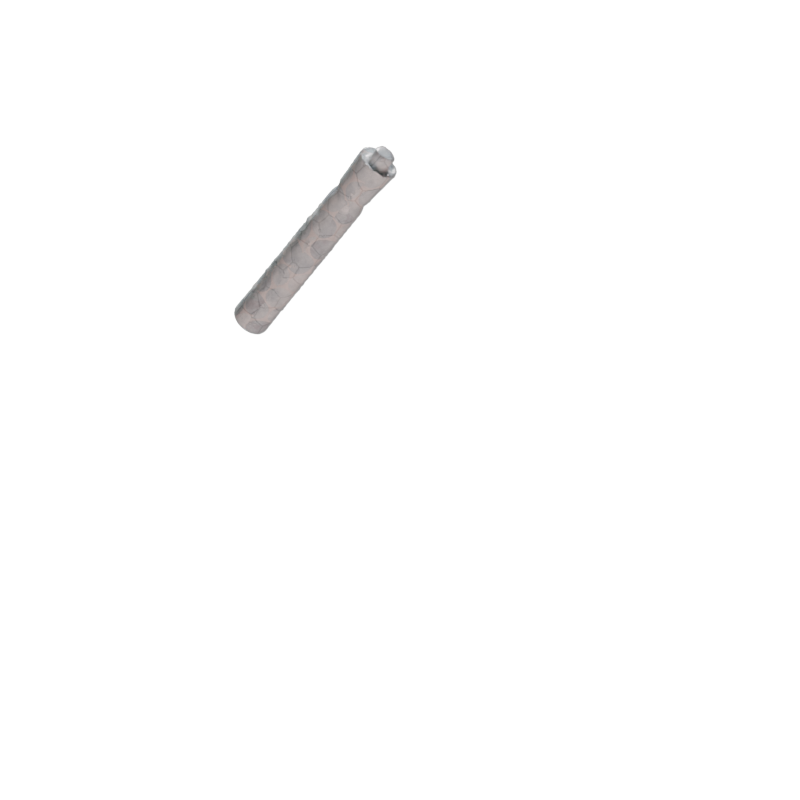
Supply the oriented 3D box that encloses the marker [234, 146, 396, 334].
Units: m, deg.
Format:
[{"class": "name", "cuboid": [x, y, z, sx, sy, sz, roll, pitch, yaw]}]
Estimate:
[{"class": "marker", "cuboid": [-0.040, -0.073, 0.513, 0.019, 0.021, 0.118, -2, -33, -45]}]
